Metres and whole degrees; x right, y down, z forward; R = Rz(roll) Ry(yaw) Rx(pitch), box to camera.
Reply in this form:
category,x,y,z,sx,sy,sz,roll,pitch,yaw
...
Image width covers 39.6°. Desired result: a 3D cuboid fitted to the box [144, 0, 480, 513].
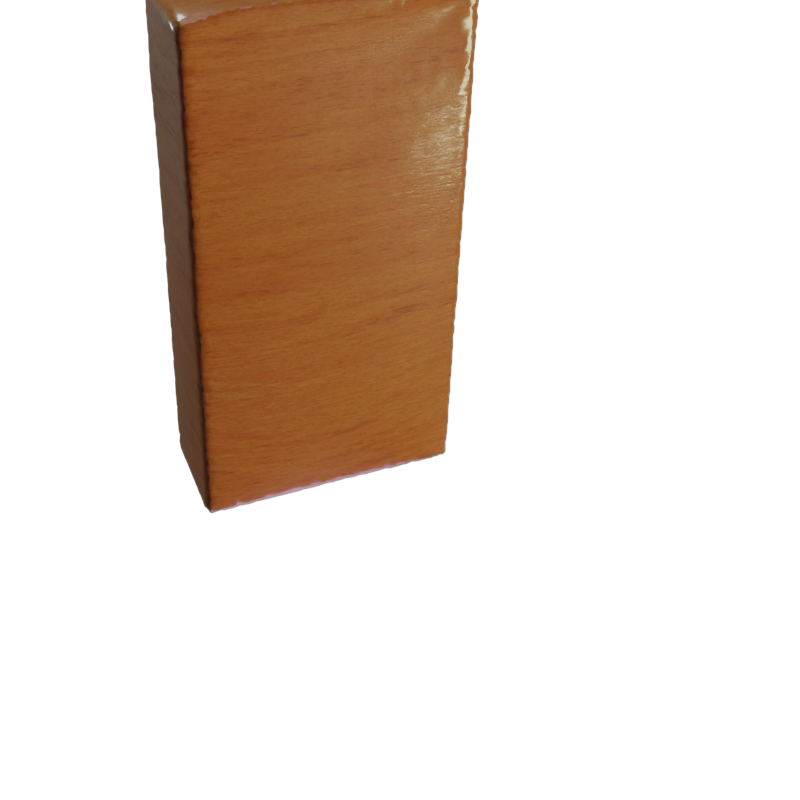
category,x,y,z,sx,sy,sz,roll,pitch,yaw
box,-0.028,-0.051,0.360,0.092,0.165,0.052,-12,38,-19
